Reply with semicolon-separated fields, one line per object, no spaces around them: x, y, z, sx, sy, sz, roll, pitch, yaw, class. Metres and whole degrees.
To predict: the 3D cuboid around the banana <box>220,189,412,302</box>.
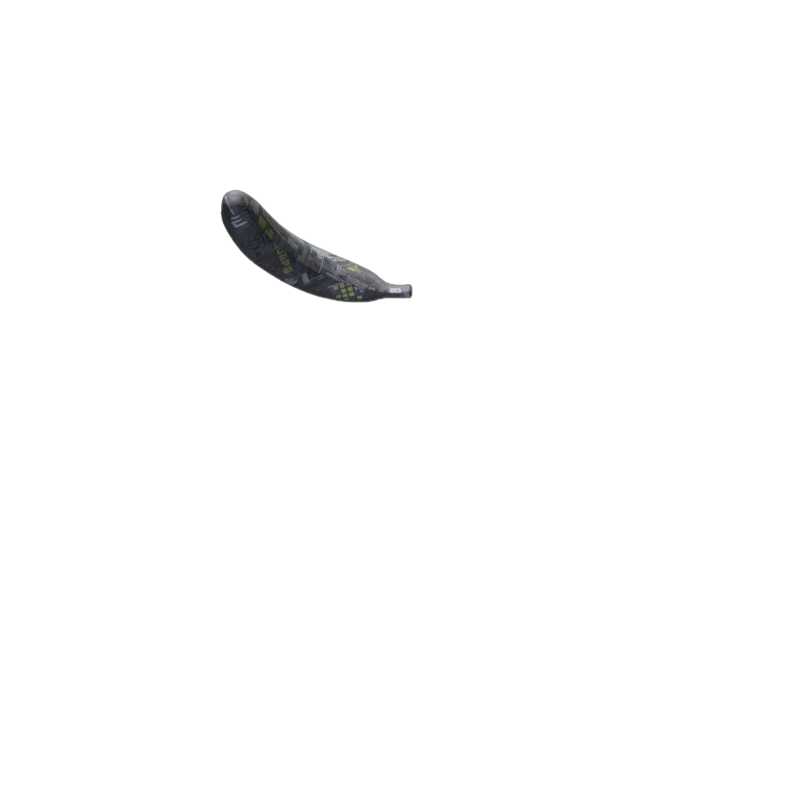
-0.079;-0.117;0.876;0.186;0.039;0.070;22;-33;-40;banana
